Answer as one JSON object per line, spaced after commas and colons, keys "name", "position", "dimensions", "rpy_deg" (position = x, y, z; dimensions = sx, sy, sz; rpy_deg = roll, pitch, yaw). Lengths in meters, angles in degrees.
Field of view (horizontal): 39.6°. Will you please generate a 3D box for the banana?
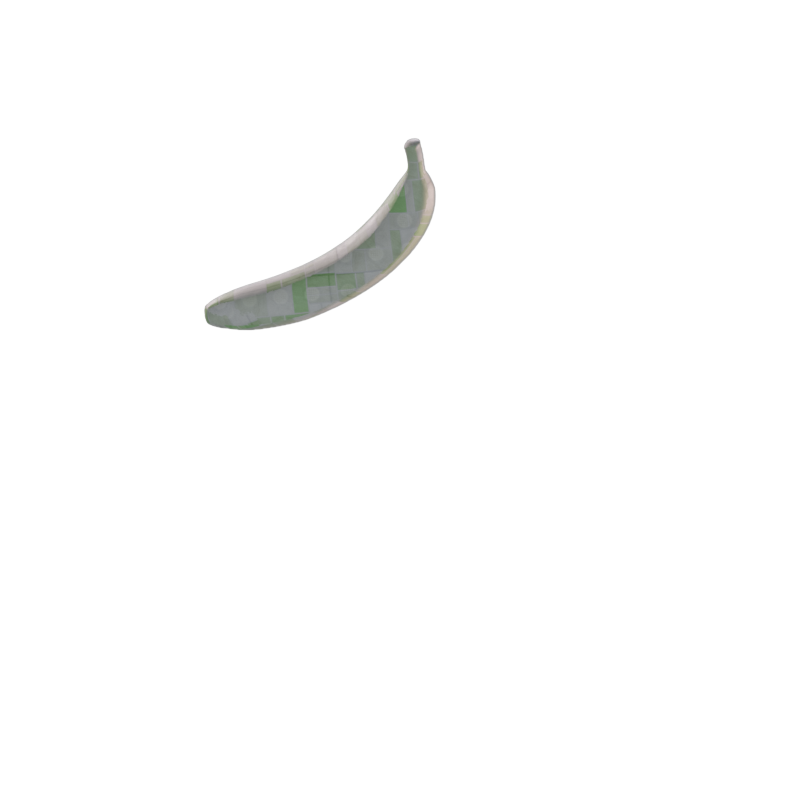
{"name": "banana", "position": [-0.044, -0.099, 0.761], "dimensions": [0.196, 0.066, 0.039], "rpy_deg": [-37, 22, 17]}
